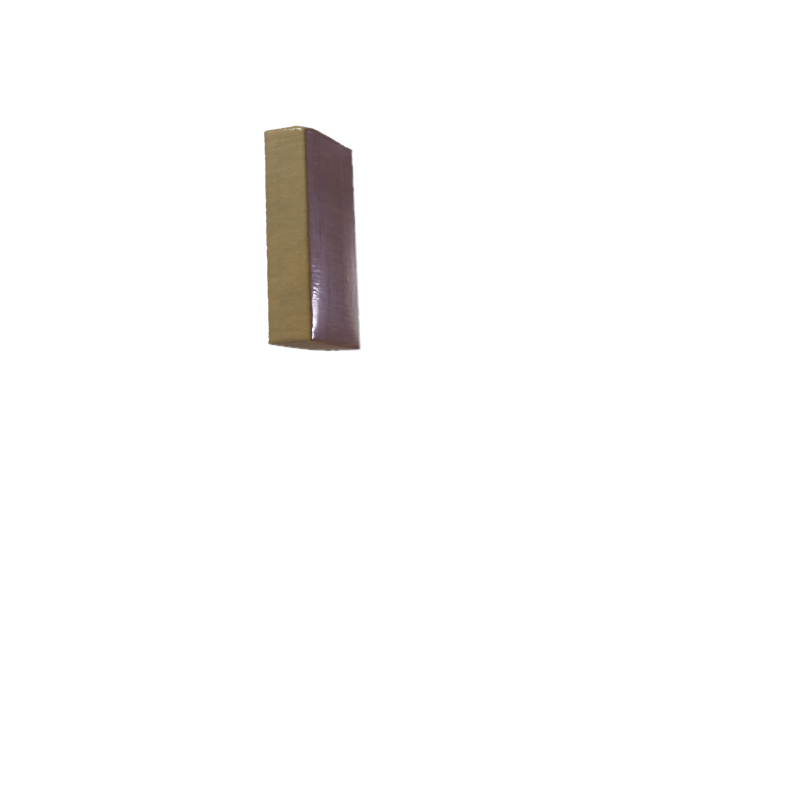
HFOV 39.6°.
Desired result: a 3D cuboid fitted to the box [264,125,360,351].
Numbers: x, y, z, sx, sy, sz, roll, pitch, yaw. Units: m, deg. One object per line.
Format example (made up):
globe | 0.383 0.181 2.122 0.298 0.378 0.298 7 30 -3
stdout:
box | -0.072 -0.131 0.916 0.049 0.180 0.089 -5 -9 25
